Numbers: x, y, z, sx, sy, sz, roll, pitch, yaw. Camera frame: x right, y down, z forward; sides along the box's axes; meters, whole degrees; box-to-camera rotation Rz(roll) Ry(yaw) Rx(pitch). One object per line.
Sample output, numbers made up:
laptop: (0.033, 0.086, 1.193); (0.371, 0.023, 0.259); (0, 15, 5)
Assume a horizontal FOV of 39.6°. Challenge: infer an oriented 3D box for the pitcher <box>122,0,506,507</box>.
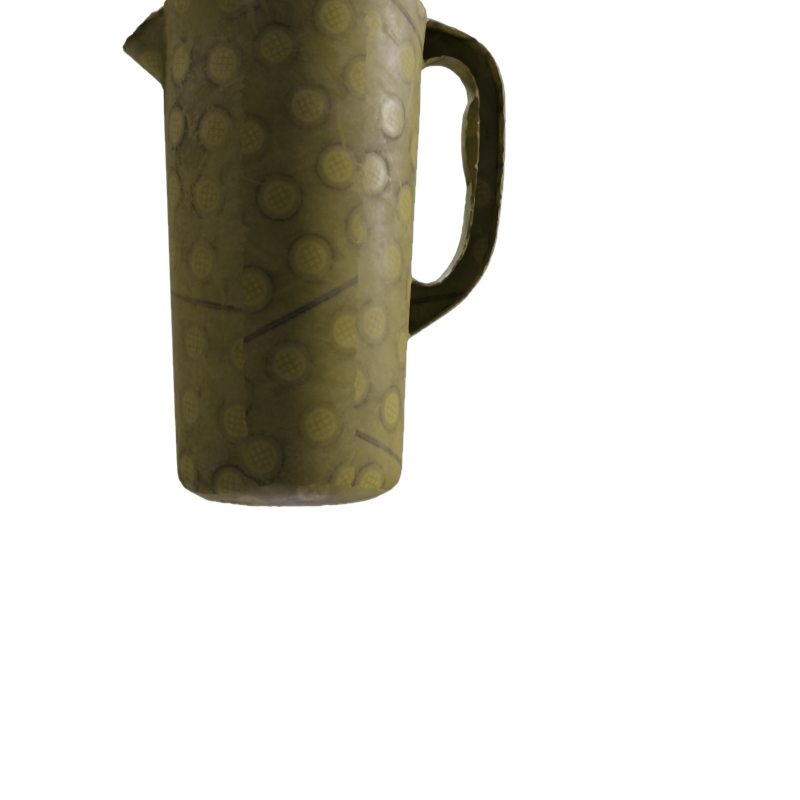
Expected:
pitcher: (-0.043, -0.078, 0.543); (0.154, 0.246, 0.139); (-2, -4, 37)
